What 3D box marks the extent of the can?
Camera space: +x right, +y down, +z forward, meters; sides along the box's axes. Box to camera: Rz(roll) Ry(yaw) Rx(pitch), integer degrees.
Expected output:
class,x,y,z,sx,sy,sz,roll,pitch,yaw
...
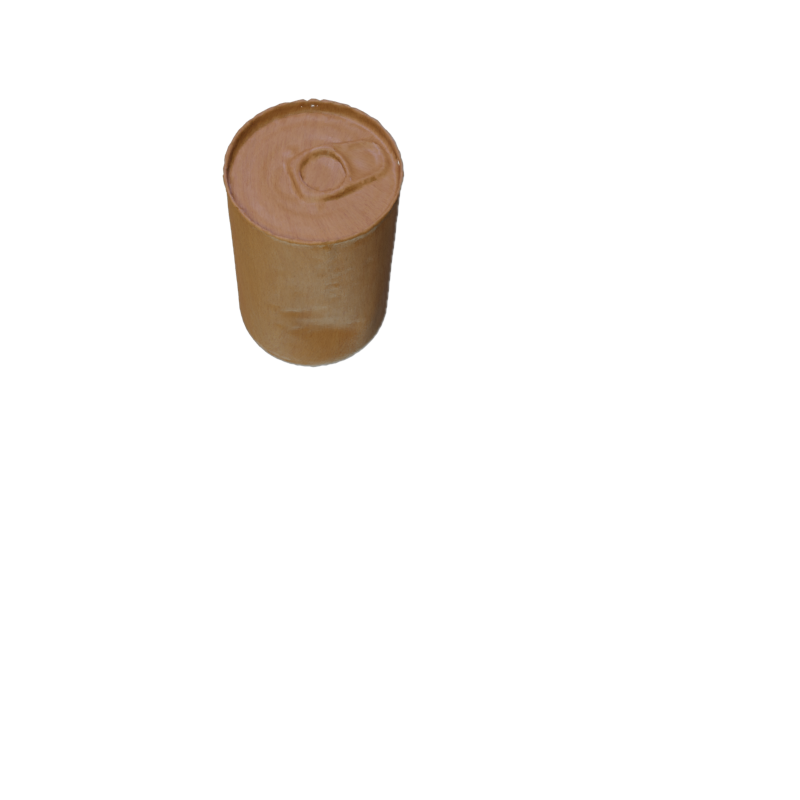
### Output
class,x,y,z,sx,sy,sz,roll,pitch,yaw
can,-0.036,-0.065,0.457,0.068,0.073,0.096,0,-29,-3
